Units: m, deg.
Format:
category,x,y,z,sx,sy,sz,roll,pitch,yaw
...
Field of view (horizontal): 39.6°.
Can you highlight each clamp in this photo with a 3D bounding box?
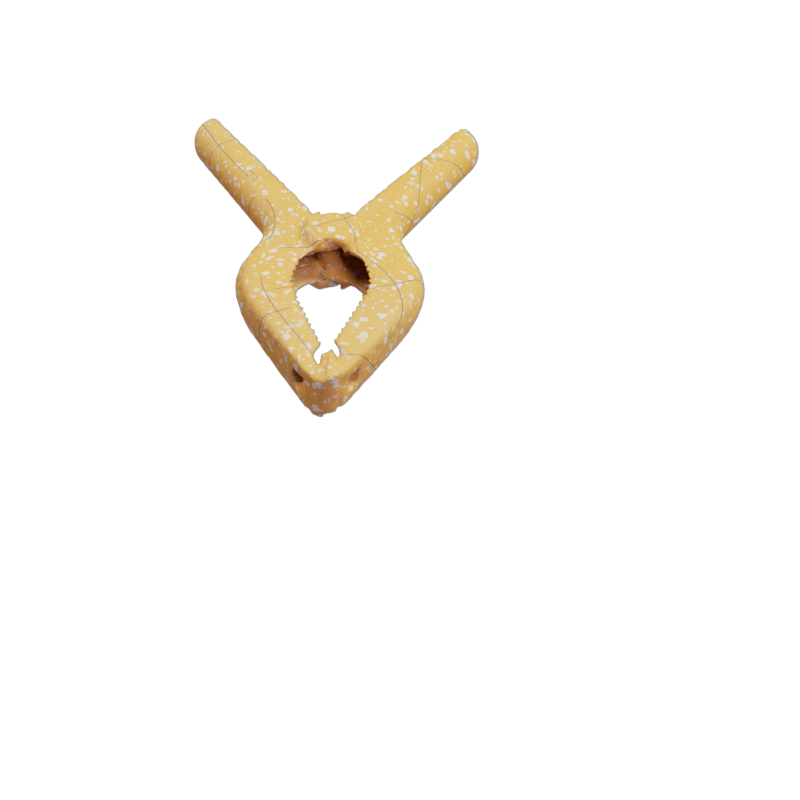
category,x,y,z,sx,sy,sz,roll,pitch,yaw
clamp,-0.046,-0.084,0.586,0.166,0.223,0.034,5,-43,5
